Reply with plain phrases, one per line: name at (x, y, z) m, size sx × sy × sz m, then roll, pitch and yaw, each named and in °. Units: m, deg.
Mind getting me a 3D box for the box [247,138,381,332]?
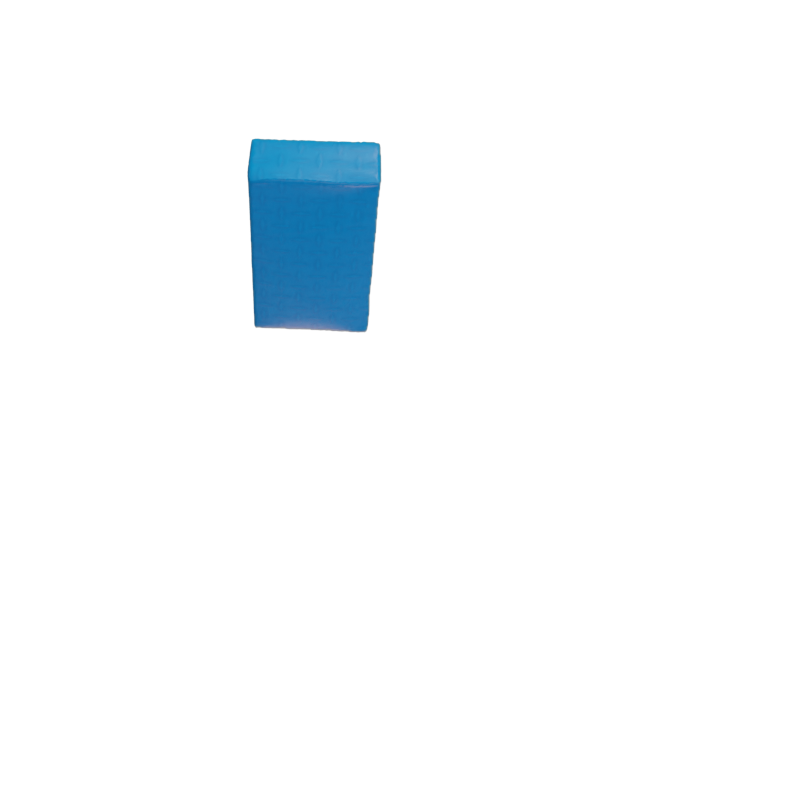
box at (-0.065, -0.118, 0.825) m, size 0.093 × 0.051 × 0.165 m, roll 3°, pitch -32°, yaw -2°
